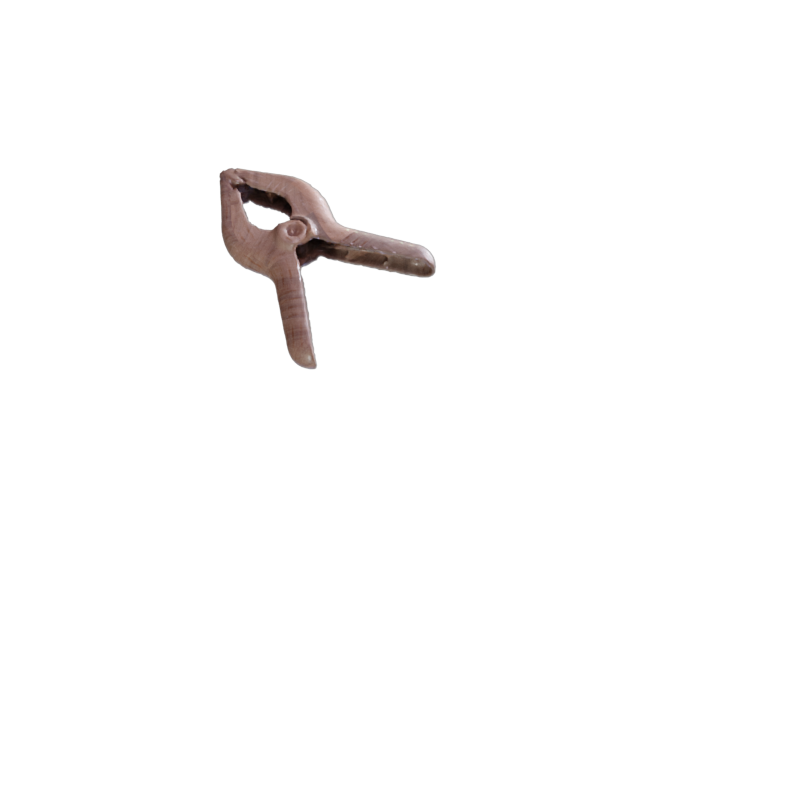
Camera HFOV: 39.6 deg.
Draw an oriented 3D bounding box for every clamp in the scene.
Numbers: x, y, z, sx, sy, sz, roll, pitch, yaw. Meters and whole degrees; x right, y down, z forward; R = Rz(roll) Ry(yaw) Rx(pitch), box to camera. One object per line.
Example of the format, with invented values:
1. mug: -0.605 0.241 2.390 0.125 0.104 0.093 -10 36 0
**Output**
1. clamp: -0.061 -0.111 0.778 0.120 0.184 0.037 -27 -30 -17
